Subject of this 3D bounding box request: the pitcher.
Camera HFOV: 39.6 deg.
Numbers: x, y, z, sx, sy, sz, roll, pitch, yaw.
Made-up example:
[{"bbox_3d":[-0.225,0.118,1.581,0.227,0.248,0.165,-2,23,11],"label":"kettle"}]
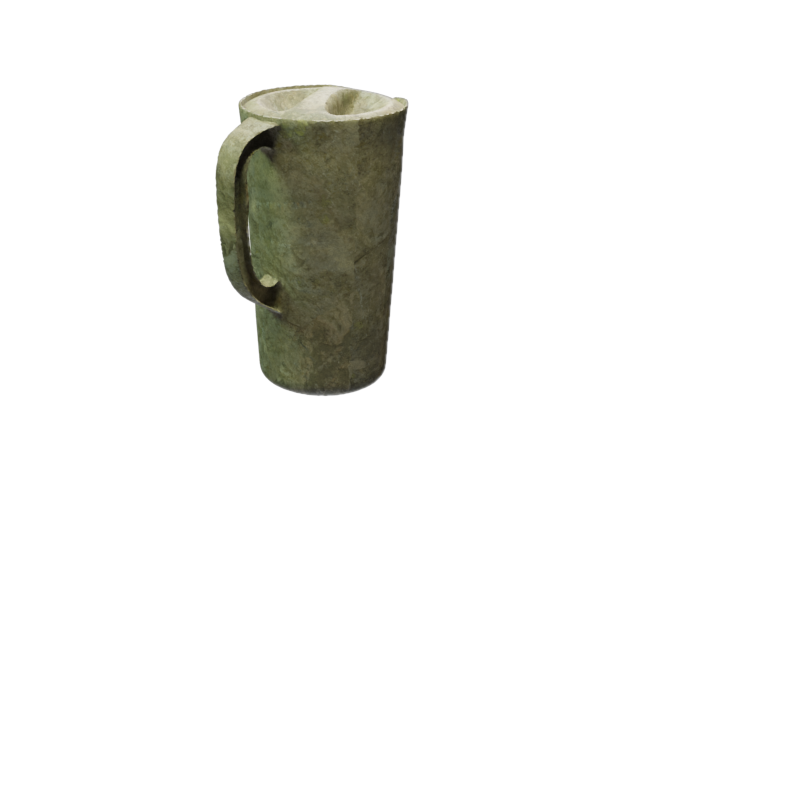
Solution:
[{"bbox_3d":[-0.070,-0.129,0.901,0.148,0.232,0.152,0,22,-4],"label":"pitcher"}]
